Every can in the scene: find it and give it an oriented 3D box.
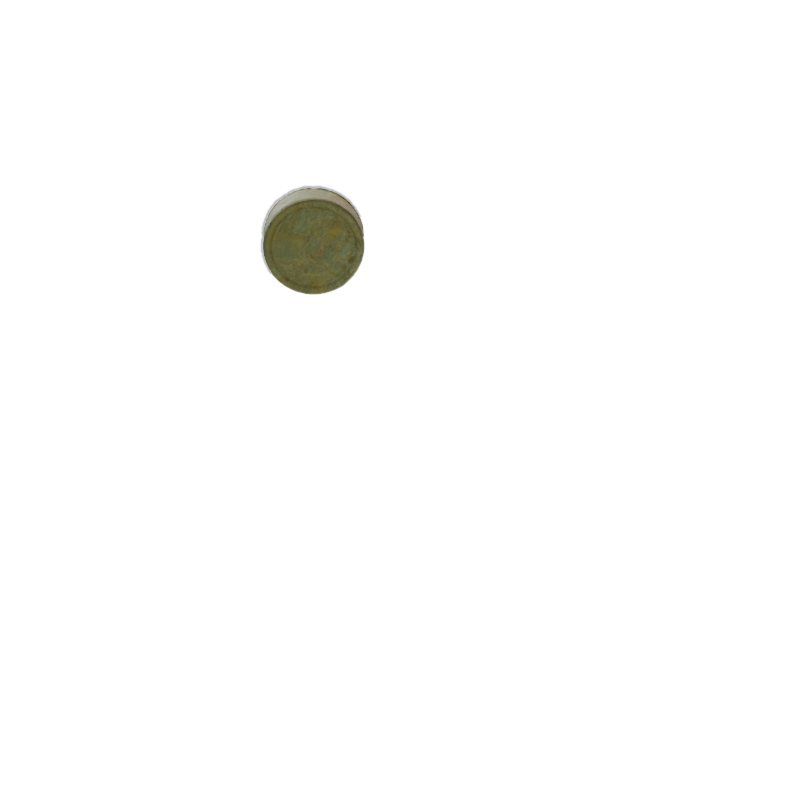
[{"bbox_3d":[-0.073,-0.132,0.927,0.086,0.082,0.035,0,21,-1],"label":"can"}]
